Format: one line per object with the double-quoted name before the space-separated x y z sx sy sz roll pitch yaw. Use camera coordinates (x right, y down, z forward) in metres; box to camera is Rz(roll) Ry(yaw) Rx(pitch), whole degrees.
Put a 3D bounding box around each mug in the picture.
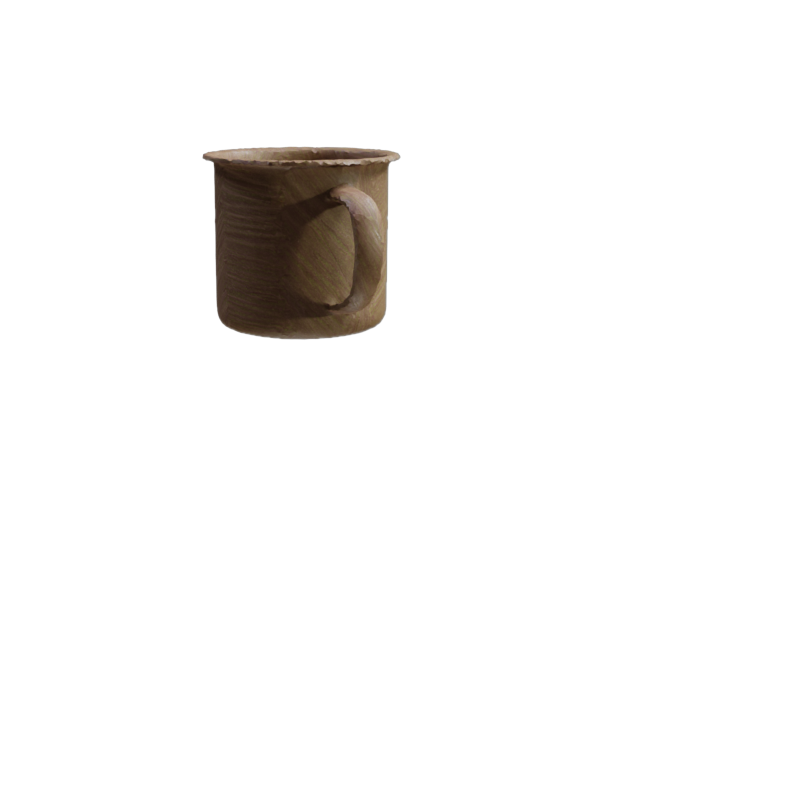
"mug" -0.040 -0.074 0.516 0.091 0.079 0.124 -7 16 -30
